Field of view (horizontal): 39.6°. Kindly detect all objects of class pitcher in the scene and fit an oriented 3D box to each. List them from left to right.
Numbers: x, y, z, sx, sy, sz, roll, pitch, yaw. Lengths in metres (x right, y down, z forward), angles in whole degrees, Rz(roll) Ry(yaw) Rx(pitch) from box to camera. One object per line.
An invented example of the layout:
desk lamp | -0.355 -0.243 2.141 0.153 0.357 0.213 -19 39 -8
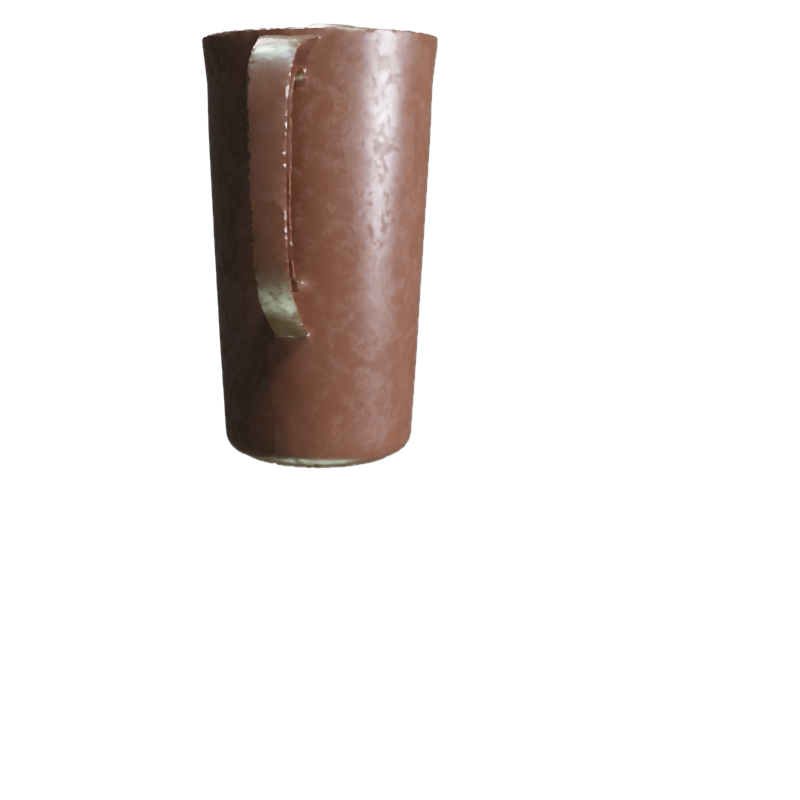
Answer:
pitcher | -0.049 -0.090 0.627 0.144 0.240 0.152 -4 7 -34
